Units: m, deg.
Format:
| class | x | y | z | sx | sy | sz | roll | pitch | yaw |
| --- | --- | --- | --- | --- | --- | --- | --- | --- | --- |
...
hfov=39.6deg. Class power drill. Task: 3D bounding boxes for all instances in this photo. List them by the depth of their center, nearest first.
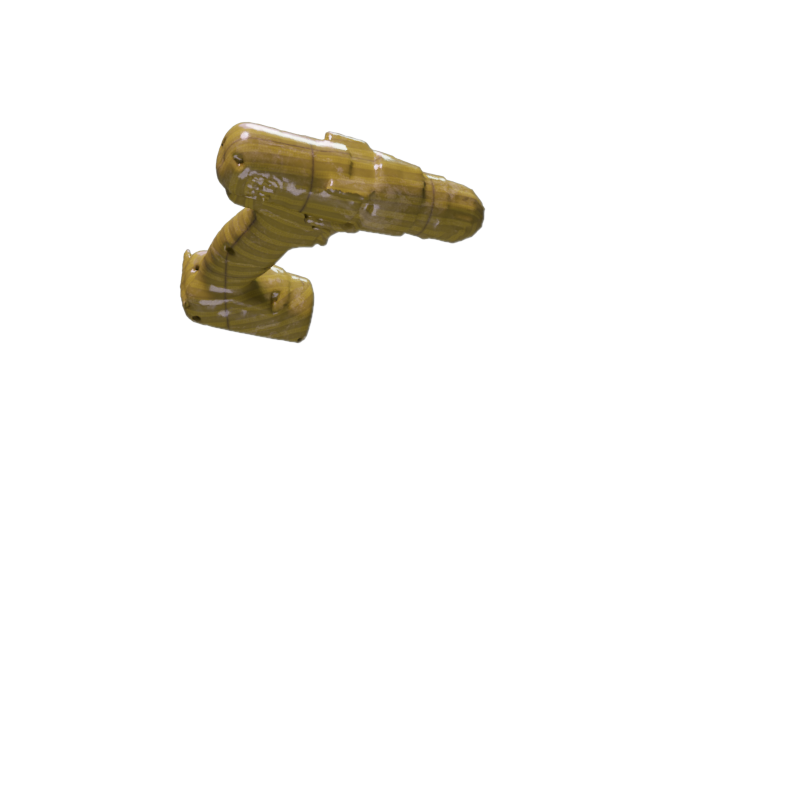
| class | x | y | z | sx | sy | sz | roll | pitch | yaw |
| --- | --- | --- | --- | --- | --- | --- | --- | --- | --- |
| power drill | -0.060 | -0.109 | 0.763 | 0.178 | 0.061 | 0.182 | 14 | -34 | -22 |
